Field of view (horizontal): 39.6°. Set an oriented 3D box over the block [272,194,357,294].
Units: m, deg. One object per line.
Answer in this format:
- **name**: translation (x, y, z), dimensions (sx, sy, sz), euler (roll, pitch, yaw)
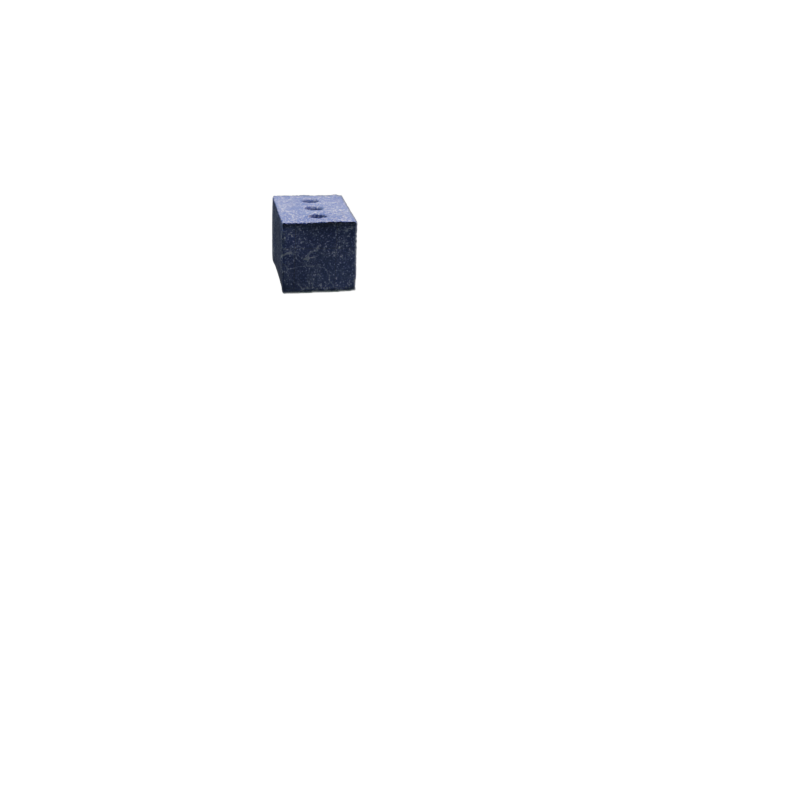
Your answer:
- **block**: translation (-0.061, -0.112, 0.781), dimensions (0.052, 0.049, 0.082), euler (-3, 22, -10)
